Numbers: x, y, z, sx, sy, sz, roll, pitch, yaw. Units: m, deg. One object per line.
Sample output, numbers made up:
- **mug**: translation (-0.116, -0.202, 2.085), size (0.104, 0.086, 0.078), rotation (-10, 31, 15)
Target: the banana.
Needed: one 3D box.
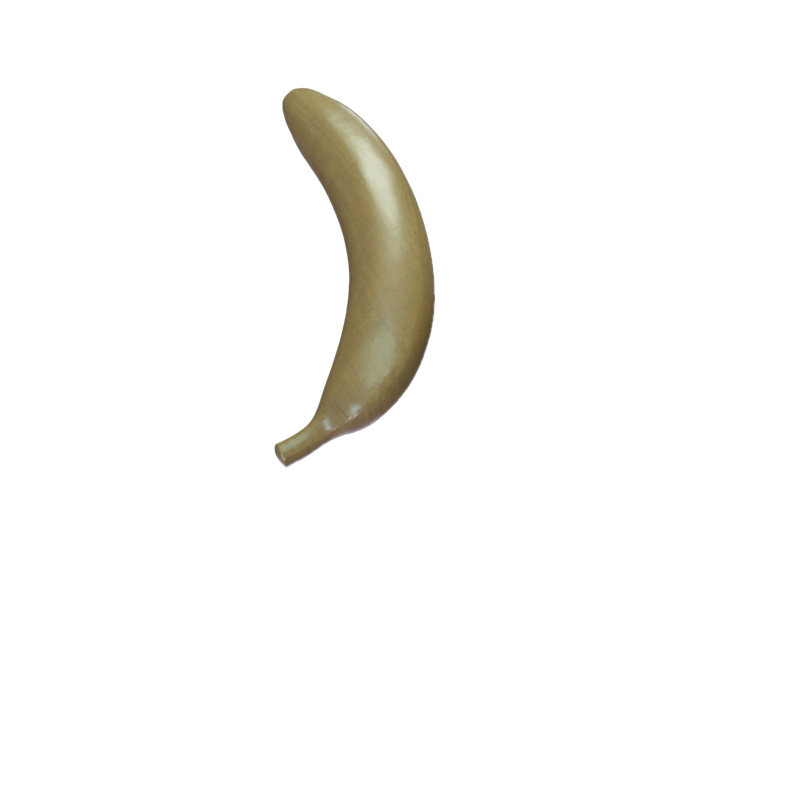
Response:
- **banana**: translation (-0.021, -0.068, 0.497), size (0.069, 0.211, 0.034), rotation (-1, -32, -2)
